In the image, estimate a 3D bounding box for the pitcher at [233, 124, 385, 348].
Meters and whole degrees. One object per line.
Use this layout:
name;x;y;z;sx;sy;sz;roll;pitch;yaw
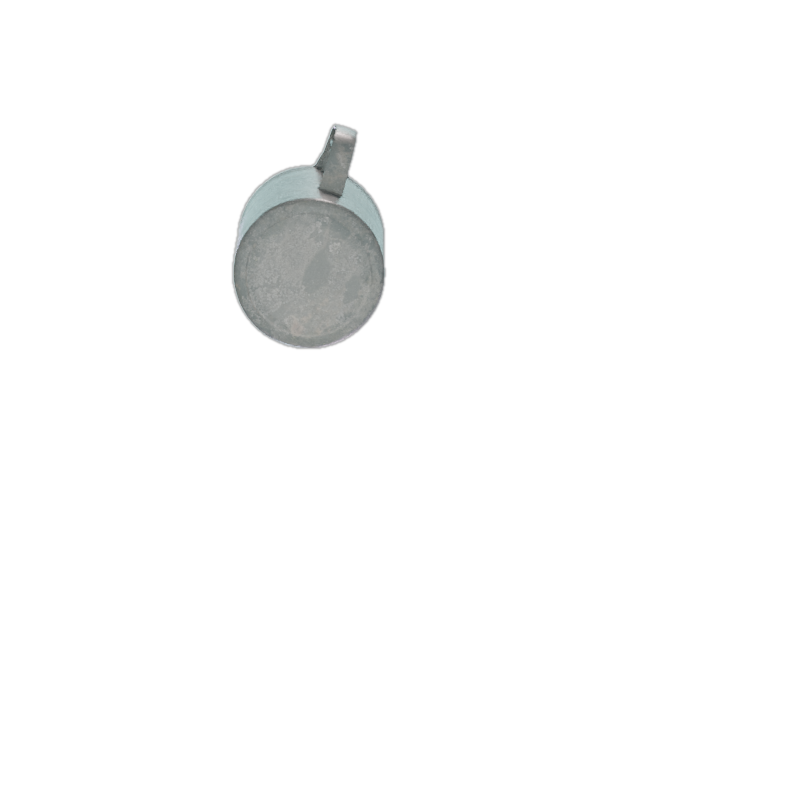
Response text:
pitcher;-0.070;-0.127;0.892;0.145;0.146;0.249;-27;12;3
